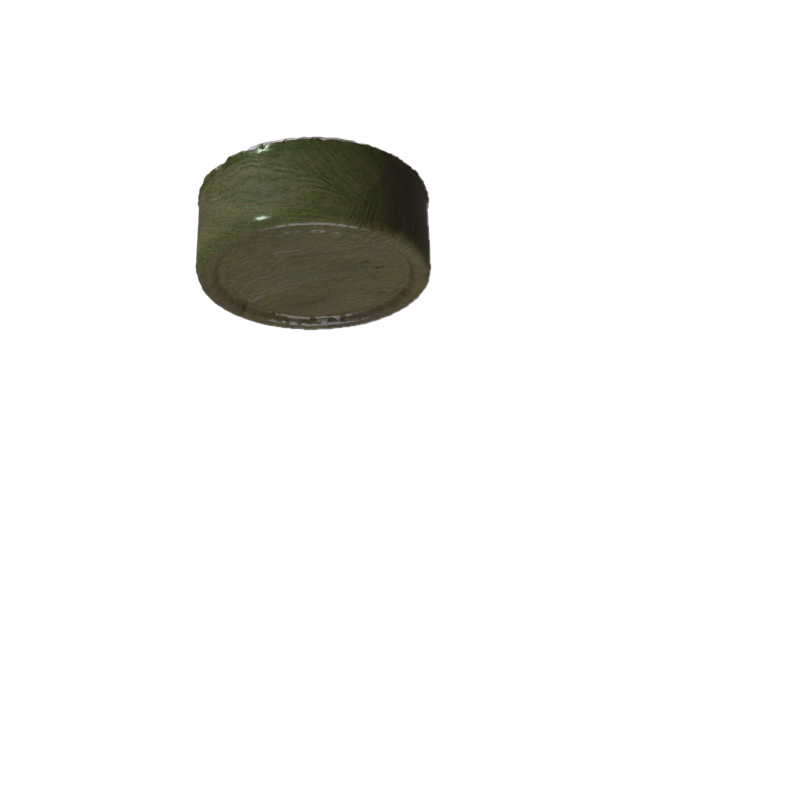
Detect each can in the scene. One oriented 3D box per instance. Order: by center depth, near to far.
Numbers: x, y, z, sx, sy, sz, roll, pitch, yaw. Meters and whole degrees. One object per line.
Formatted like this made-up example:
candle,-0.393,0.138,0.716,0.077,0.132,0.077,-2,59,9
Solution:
can,-0.032,-0.058,0.405,0.086,0.036,0.081,1,-24,-2
